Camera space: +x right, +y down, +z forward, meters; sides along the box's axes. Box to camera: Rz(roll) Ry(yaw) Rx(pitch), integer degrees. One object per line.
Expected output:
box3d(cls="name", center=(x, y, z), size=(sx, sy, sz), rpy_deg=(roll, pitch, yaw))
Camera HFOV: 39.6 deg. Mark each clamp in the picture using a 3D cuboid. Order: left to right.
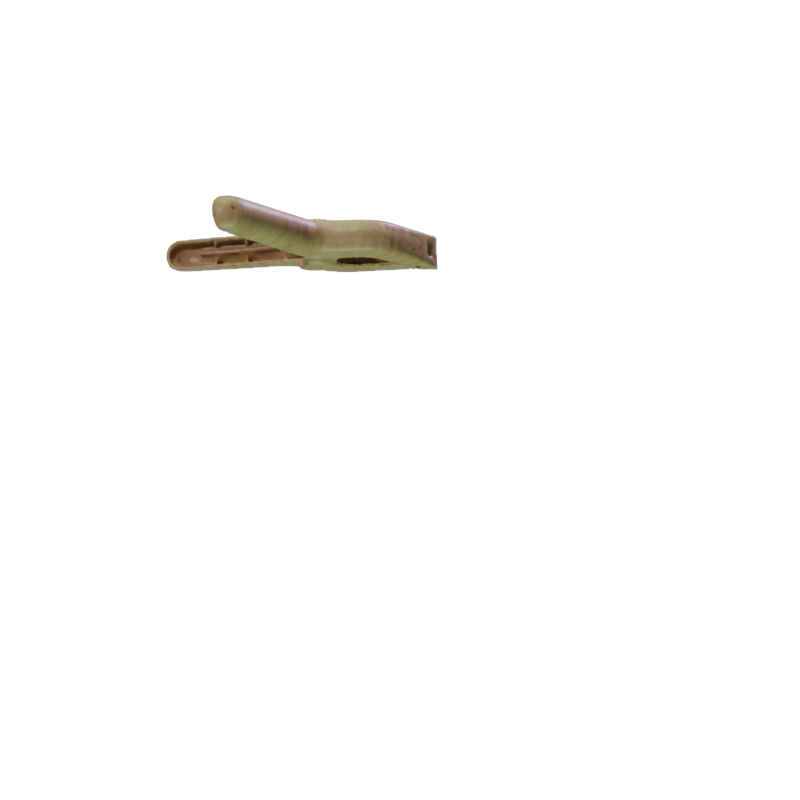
box3d(cls="clamp", center=(-0.066, -0.120, 0.844), size=(0.206, 0.037, 0.164), rpy_deg=(1, -5, -14))
